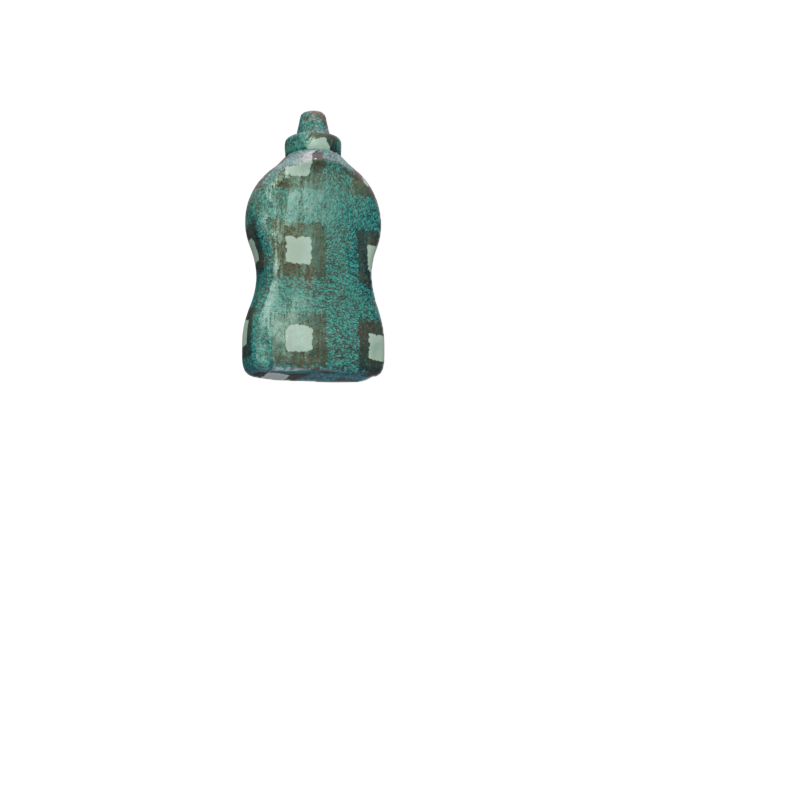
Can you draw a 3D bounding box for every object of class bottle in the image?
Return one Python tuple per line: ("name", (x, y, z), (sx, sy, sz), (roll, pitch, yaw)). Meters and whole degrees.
("bottle", (-0.061, -0.111, 0.779), (0.094, 0.198, 0.058), (3, -14, -16))
